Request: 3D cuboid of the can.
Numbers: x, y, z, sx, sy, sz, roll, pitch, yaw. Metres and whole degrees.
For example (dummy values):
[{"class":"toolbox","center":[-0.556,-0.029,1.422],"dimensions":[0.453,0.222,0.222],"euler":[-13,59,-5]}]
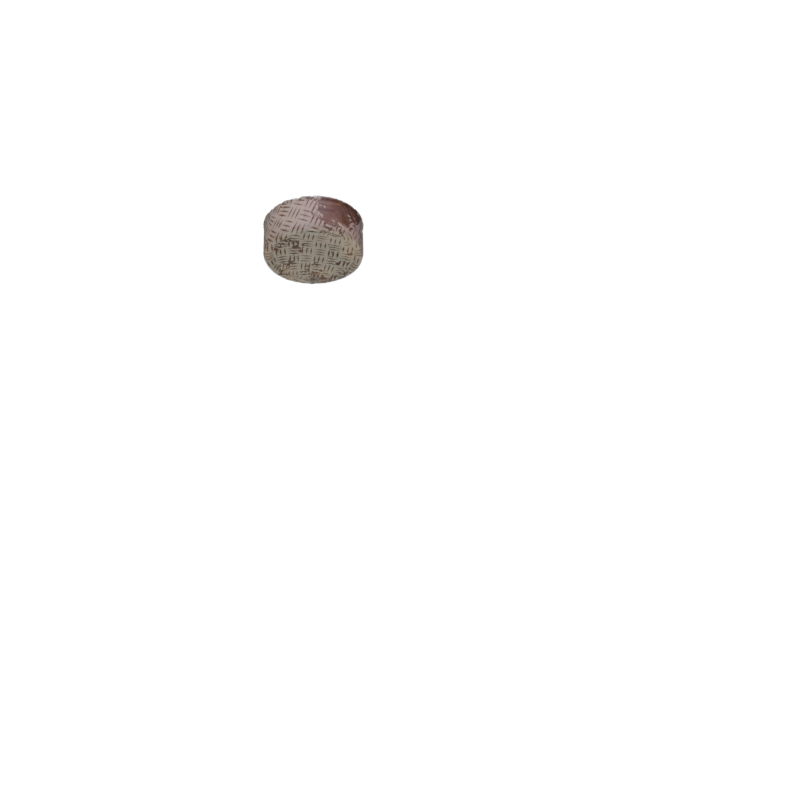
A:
[{"class":"can","center":[-0.073,-0.134,0.938],"dimensions":[0.086,0.036,0.081],"euler":[1,-30,-2]}]
